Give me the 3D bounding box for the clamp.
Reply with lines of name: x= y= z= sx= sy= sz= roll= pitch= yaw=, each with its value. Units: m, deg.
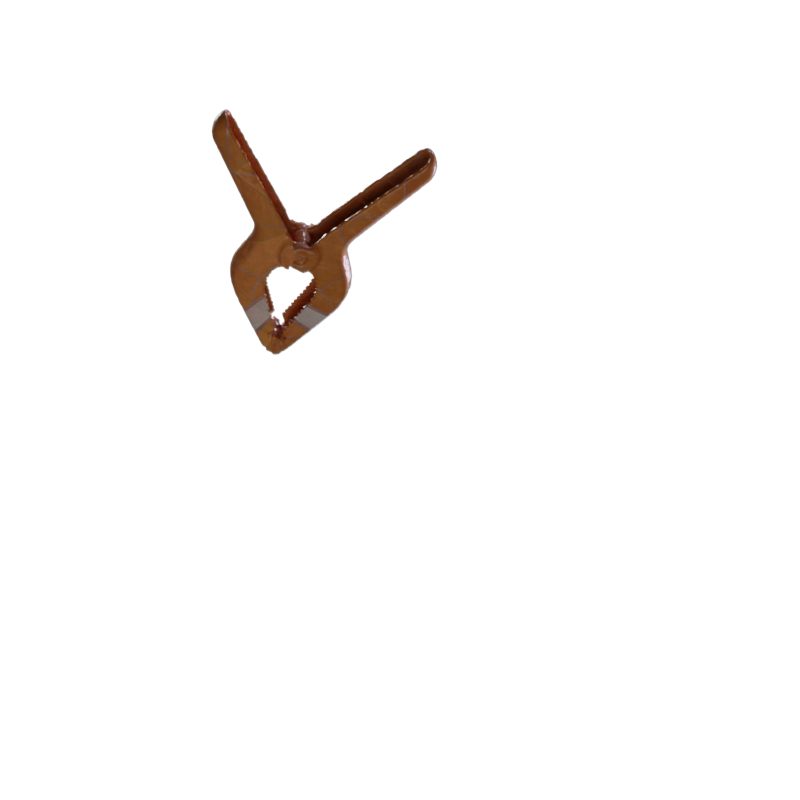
clamp: x=-0.066 y=-0.121 z=0.846 sx=0.163 sy=0.197 sz=0.039 roll=6 pitch=38 yaw=-5
